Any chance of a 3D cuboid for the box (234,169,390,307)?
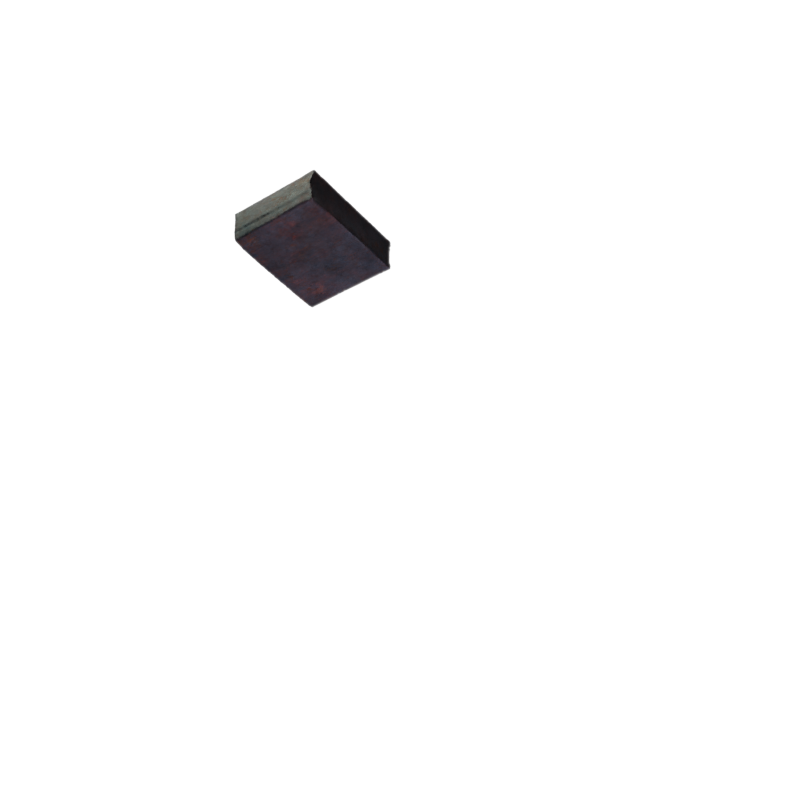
[{"bbox_3d":[-0.076,-0.138,0.964,0.090,0.042,0.105,-25,-45,28],"label":"box"}]
